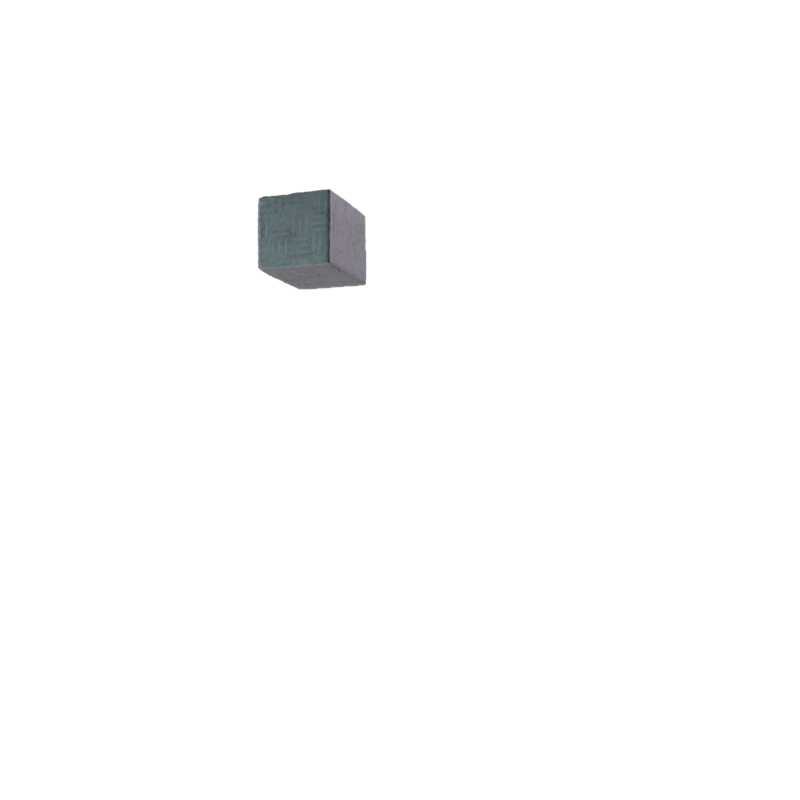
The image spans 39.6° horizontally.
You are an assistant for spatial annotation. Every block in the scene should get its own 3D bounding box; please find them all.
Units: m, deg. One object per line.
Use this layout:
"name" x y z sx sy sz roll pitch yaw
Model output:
"block" -0.060 -0.109 0.761 0.054 0.053 0.074 -3 -9 18
